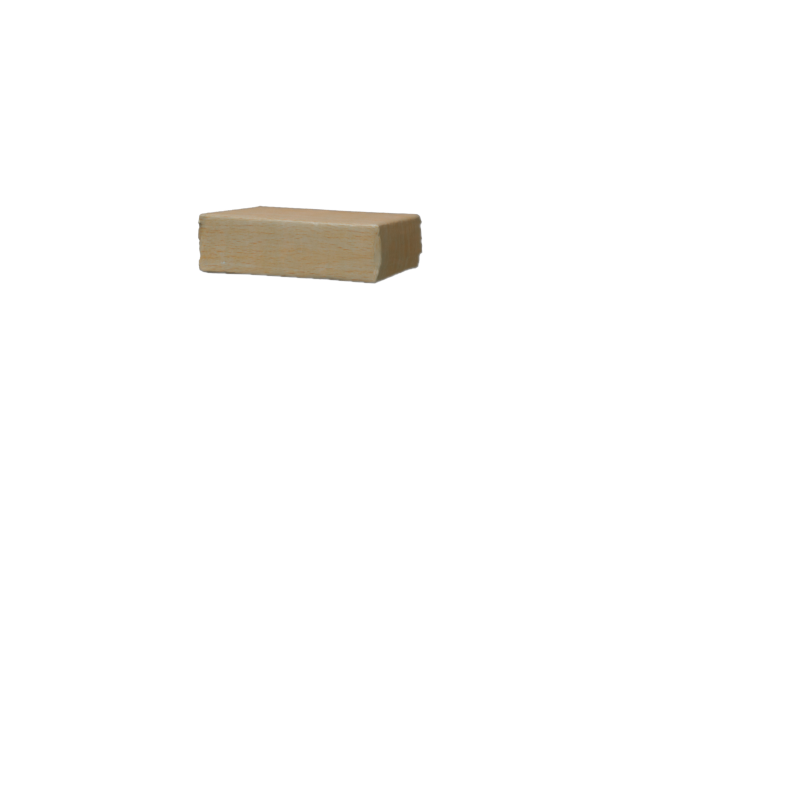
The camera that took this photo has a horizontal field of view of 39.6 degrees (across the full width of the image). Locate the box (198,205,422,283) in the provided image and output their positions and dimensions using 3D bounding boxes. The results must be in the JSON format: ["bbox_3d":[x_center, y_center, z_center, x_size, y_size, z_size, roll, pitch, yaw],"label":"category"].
[{"bbox_3d":[-0.052,-0.095,0.666,0.116,0.038,0.089,4,11,18],"label":"box"}]
